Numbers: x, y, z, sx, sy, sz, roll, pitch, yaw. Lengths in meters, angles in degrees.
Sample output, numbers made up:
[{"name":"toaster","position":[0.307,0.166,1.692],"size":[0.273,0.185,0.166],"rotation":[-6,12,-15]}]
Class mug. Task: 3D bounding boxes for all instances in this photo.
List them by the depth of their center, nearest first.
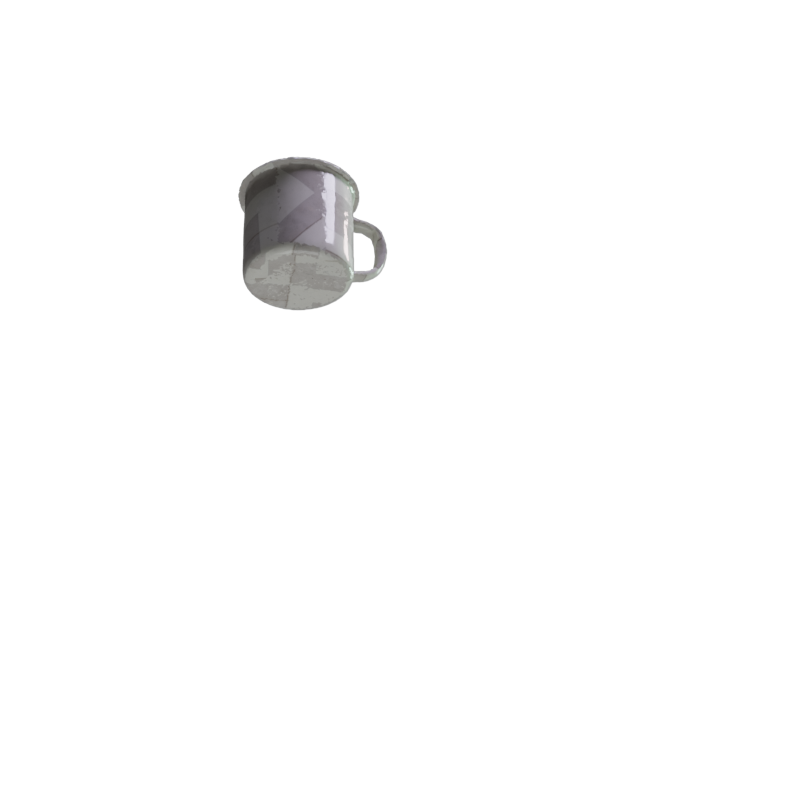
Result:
[{"name":"mug","position":[-0.065,-0.119,0.831],"size":[0.113,0.087,0.090],"rotation":[13,-35,-21]}]
